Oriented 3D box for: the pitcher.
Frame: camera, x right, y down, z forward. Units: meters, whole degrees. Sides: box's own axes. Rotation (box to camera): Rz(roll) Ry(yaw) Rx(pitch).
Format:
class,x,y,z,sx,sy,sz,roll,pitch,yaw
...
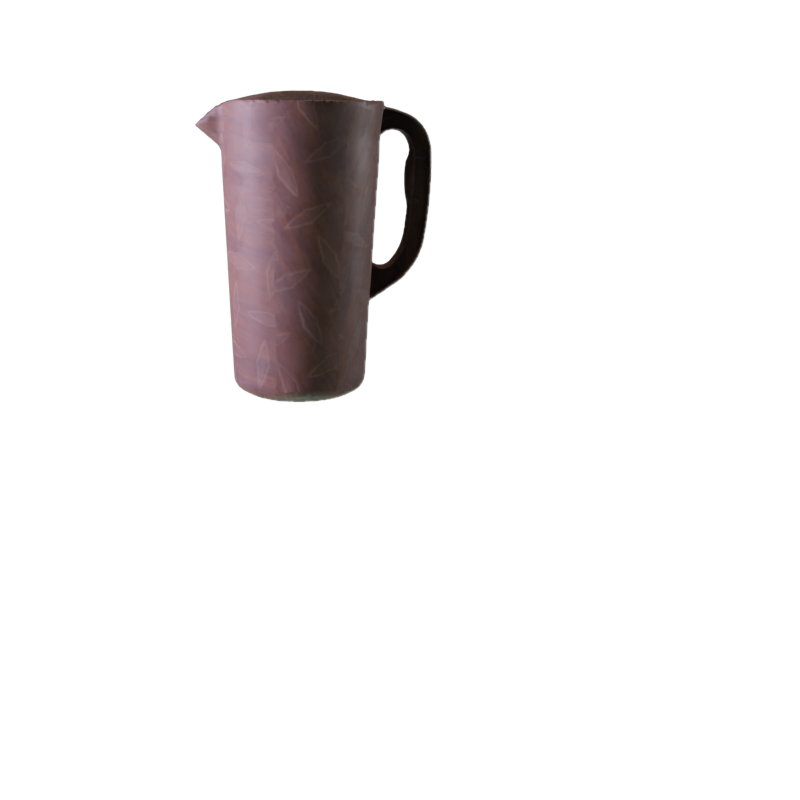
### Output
class,x,y,z,sx,sy,sz,roll,pitch,yaw
pitcher,-0.070,-0.128,0.900,0.156,0.238,0.142,8,12,35
